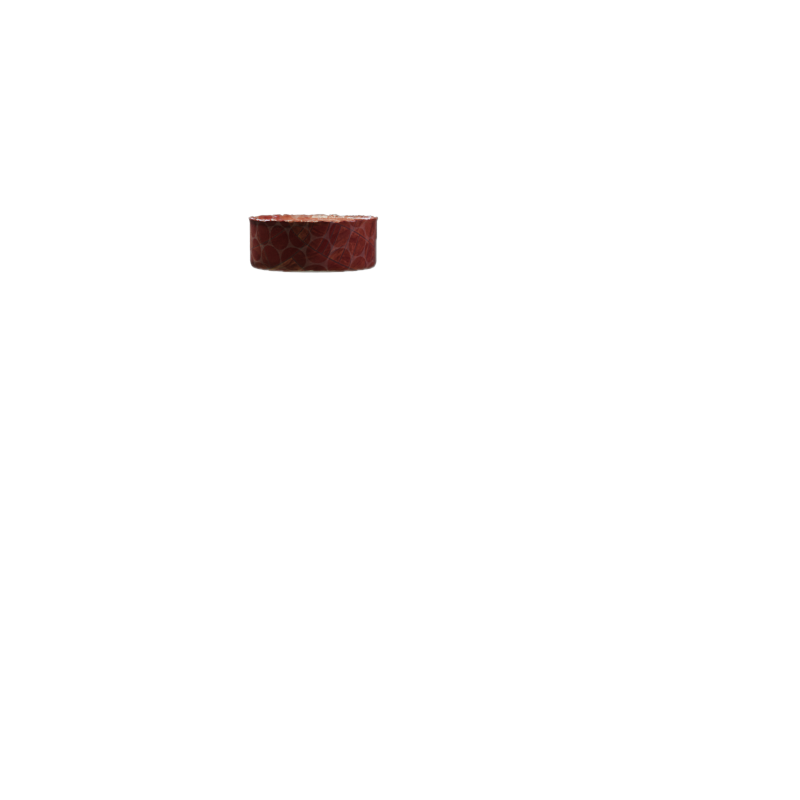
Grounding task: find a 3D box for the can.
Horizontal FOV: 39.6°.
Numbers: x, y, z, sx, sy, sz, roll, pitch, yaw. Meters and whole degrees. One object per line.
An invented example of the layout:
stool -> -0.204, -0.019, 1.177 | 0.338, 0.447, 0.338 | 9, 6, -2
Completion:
can -> -0.058, -0.105, 0.735 | 0.086, 0.033, 0.088 | 0, 11, -2
